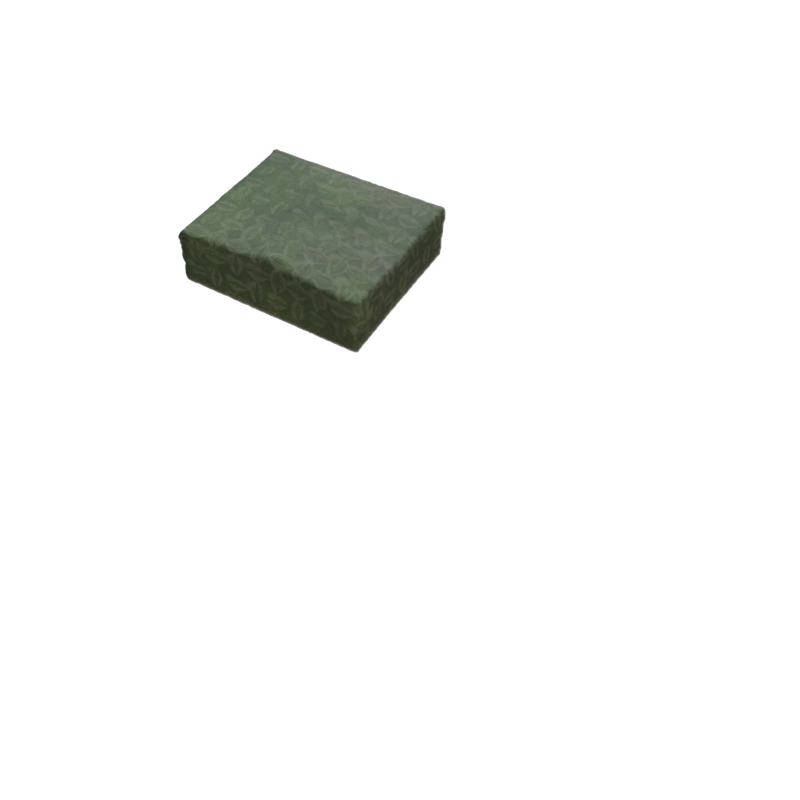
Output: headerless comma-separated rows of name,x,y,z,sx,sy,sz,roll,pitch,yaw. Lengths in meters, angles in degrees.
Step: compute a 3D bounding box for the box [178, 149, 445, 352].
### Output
box,-0.037,-0.067,0.471,0.093,0.028,0.075,23,48,22
